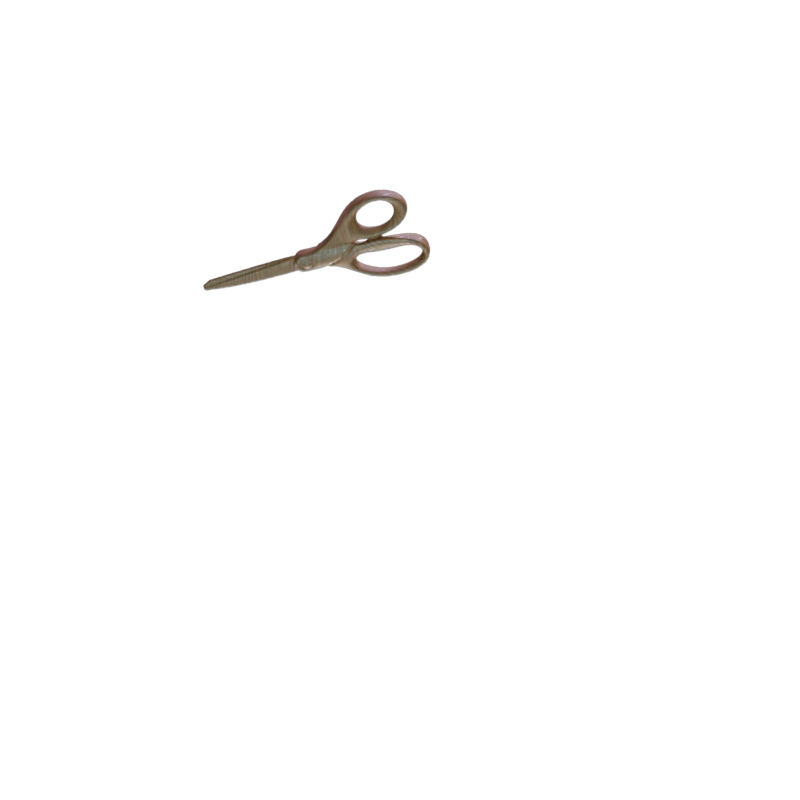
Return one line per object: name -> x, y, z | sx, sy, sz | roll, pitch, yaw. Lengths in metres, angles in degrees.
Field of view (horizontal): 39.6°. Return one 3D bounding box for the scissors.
scissors -> -0.075, -0.137, 0.959 | 0.202, 0.090, 0.017 | -2, 39, 2
